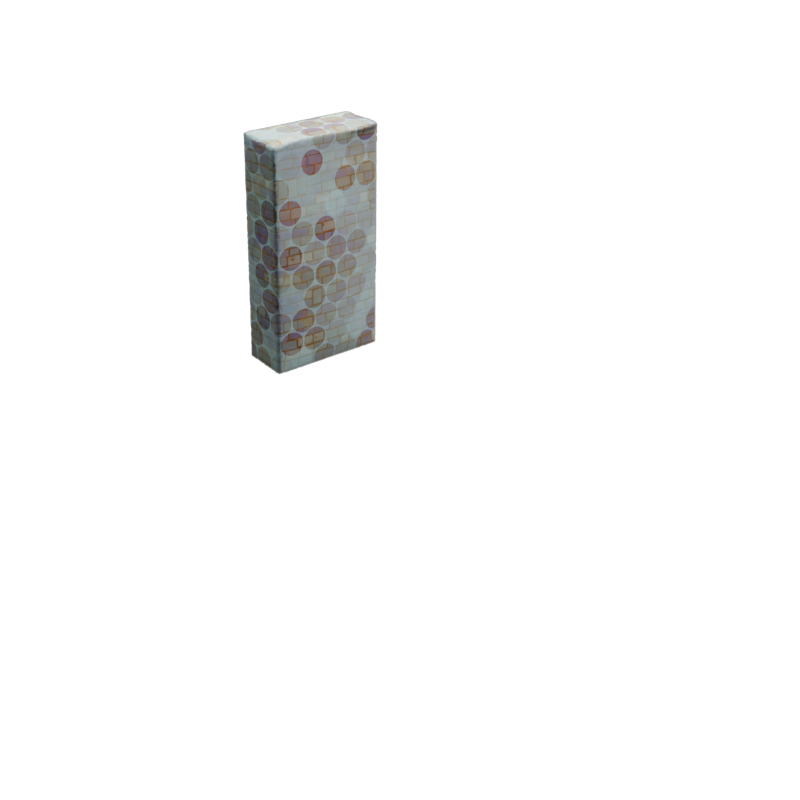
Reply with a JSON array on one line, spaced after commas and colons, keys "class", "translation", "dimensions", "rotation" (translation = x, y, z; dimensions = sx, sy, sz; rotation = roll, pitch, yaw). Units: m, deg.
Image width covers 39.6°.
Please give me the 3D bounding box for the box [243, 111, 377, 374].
[{"class": "box", "translation": [-0.063, -0.116, 0.811], "dimensions": [0.092, 0.167, 0.051], "rotation": [-18, 33, -34]}]
